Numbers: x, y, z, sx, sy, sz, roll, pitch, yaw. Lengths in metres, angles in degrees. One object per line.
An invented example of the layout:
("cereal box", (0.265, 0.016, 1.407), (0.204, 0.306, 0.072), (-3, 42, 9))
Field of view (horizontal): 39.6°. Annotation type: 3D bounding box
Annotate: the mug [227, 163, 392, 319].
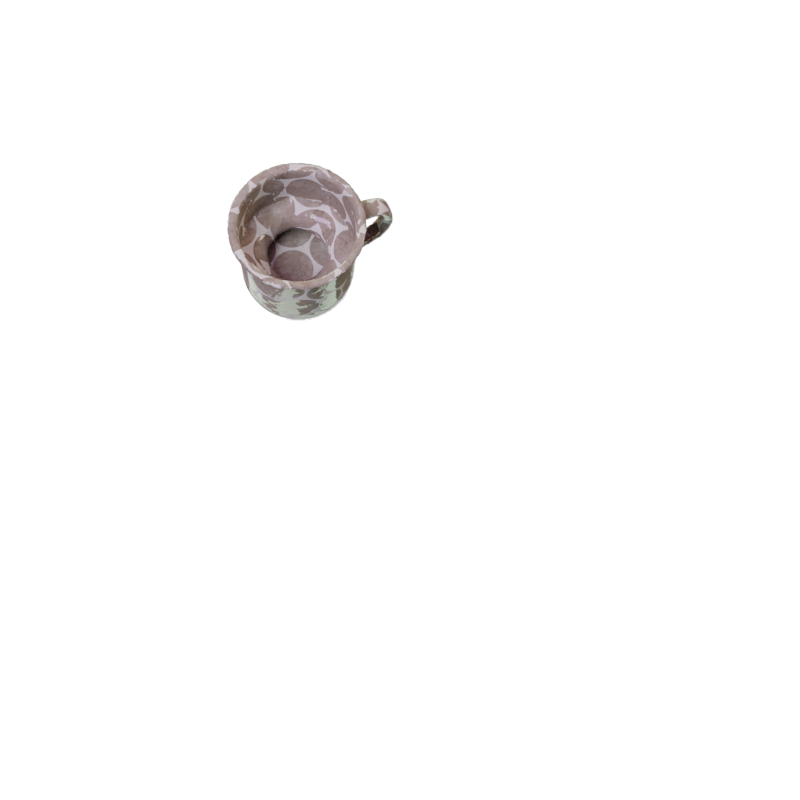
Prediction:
("mug", (-0.061, -0.111, 0.778), (0.117, 0.098, 0.078), (-23, -18, -10))
